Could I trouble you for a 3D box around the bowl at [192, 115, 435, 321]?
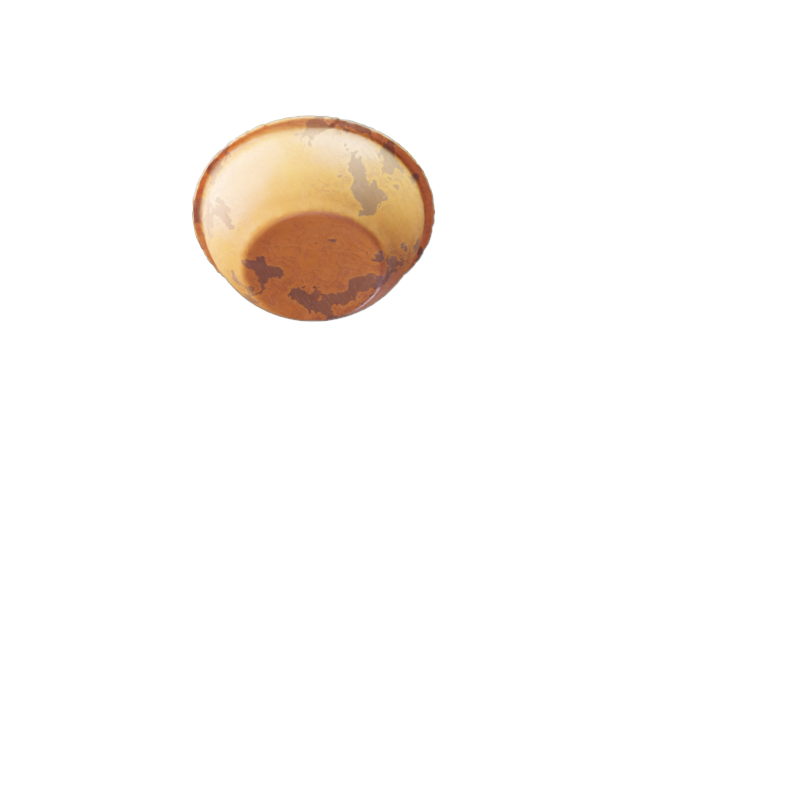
[{"bbox_3d":[-0.056,-0.103,0.718,0.162,0.151,0.059,1,42,-1],"label":"bowl"}]
